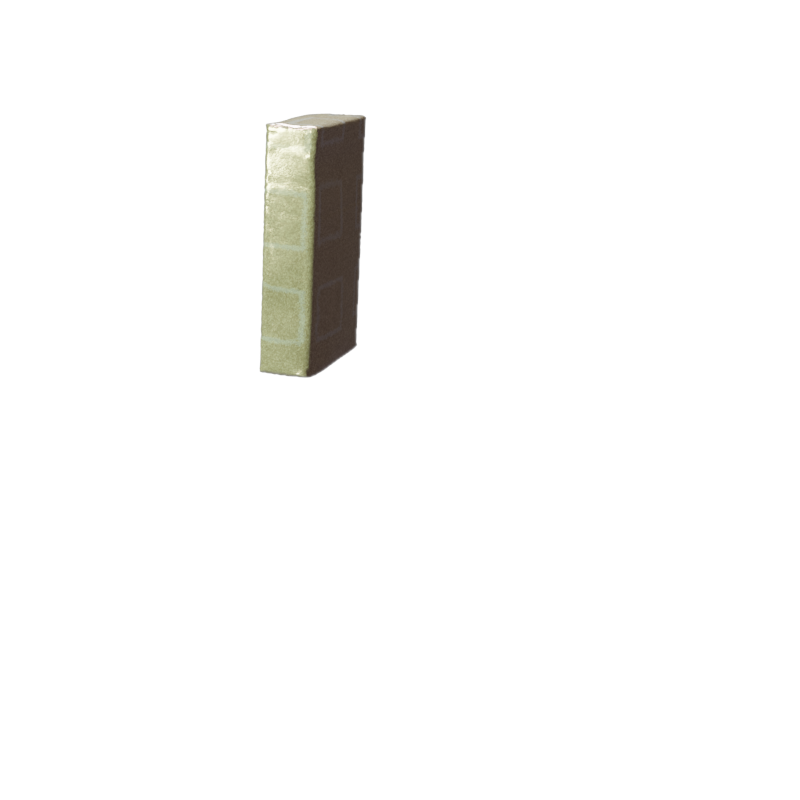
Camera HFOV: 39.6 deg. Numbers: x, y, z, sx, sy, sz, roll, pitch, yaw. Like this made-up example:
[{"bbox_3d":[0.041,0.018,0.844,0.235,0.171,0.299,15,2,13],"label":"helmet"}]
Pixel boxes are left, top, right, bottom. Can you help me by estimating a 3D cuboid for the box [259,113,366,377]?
[{"bbox_3d":[-0.062,-0.113,0.789,0.049,0.171,0.093,5,14,19],"label":"box"}]
